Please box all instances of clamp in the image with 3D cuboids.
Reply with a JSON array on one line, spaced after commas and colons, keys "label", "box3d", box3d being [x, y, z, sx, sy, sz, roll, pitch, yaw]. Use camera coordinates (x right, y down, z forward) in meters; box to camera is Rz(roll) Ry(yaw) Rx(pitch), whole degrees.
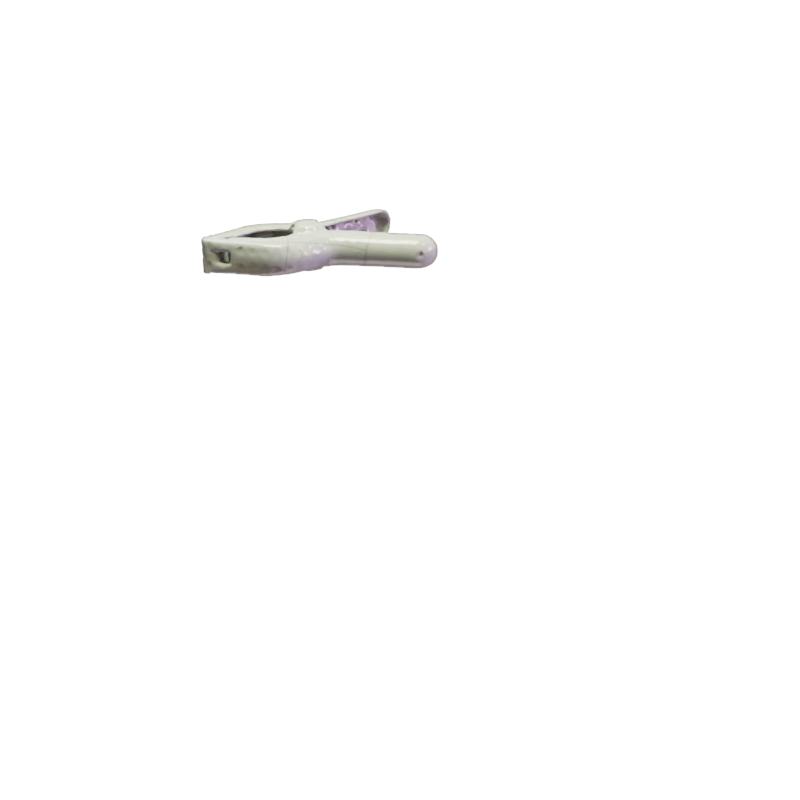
[{"label": "clamp", "box3d": [-0.067, -0.121, 0.851, 0.170, 0.038, 0.124, -2, 15, -8]}]
